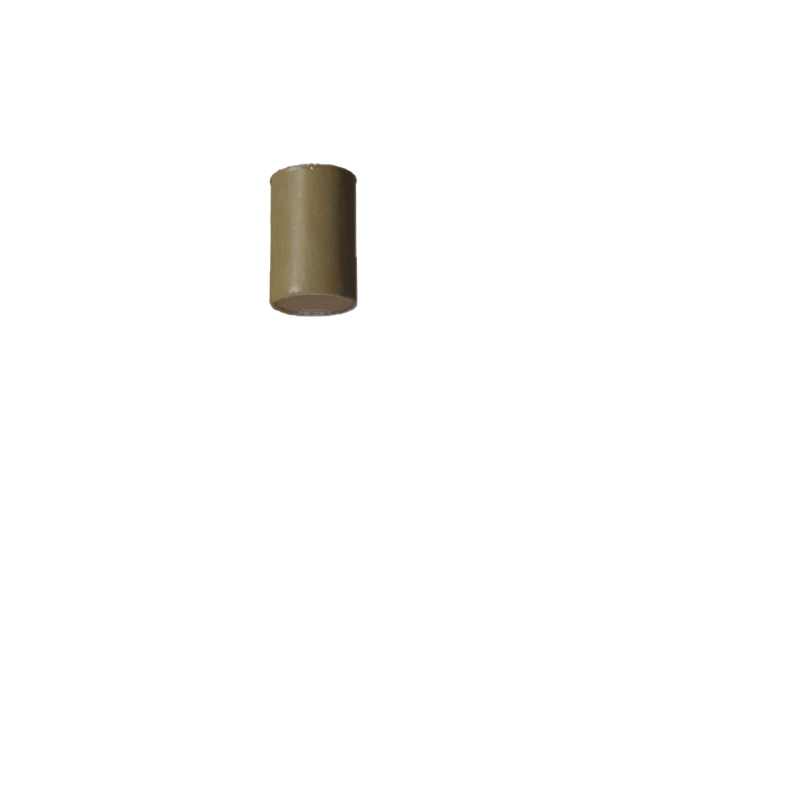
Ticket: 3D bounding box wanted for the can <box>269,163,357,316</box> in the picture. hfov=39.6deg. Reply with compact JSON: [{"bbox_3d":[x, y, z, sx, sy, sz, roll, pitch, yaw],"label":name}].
[{"bbox_3d":[-0.066,-0.121,0.845,0.068,0.106,0.066,0,-16,-2],"label":"can"}]
